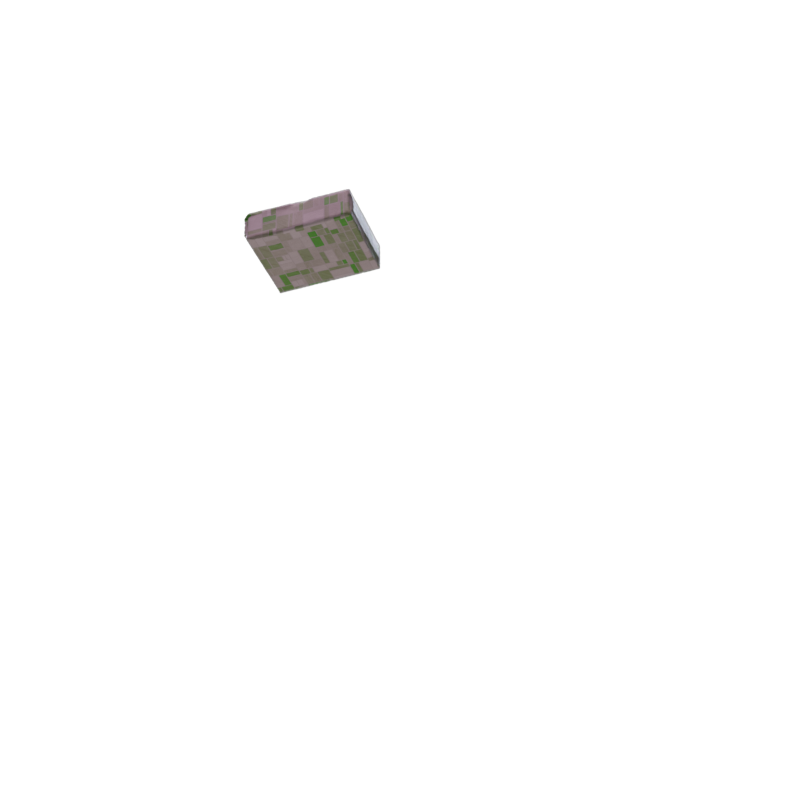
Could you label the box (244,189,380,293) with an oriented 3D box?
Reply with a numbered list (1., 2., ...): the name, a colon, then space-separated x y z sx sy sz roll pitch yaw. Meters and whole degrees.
1. box: -0.069 -0.125 0.874 0.090 0.032 0.067 -11 -36 16
